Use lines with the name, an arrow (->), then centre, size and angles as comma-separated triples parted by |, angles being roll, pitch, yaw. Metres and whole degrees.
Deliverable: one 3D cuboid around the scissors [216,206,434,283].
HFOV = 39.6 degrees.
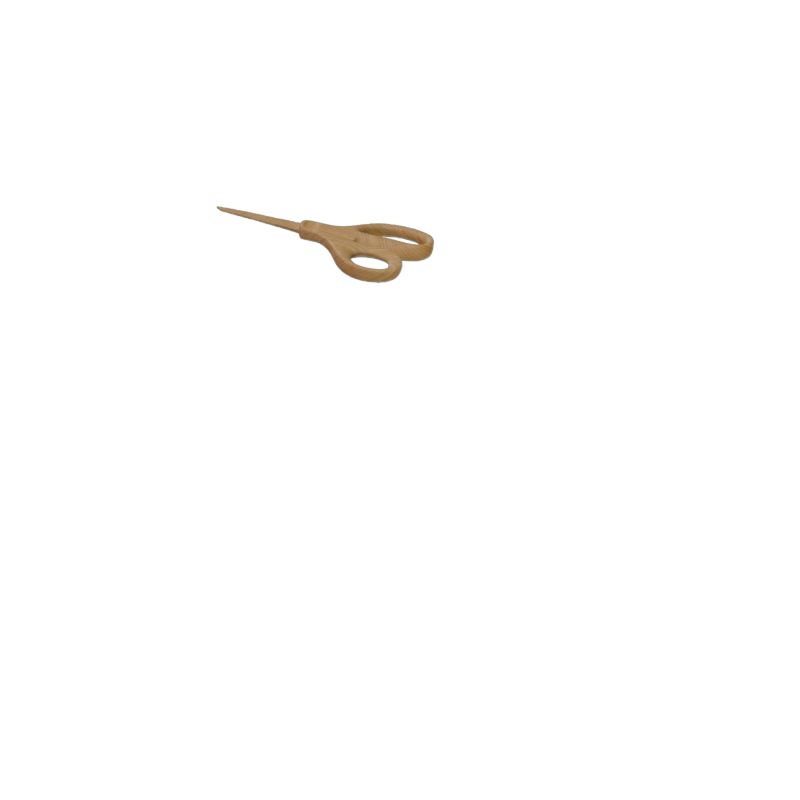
scissors -> -0.074, -0.135, 0.944 | 0.205, 0.015, 0.100 | 7, 34, 11
